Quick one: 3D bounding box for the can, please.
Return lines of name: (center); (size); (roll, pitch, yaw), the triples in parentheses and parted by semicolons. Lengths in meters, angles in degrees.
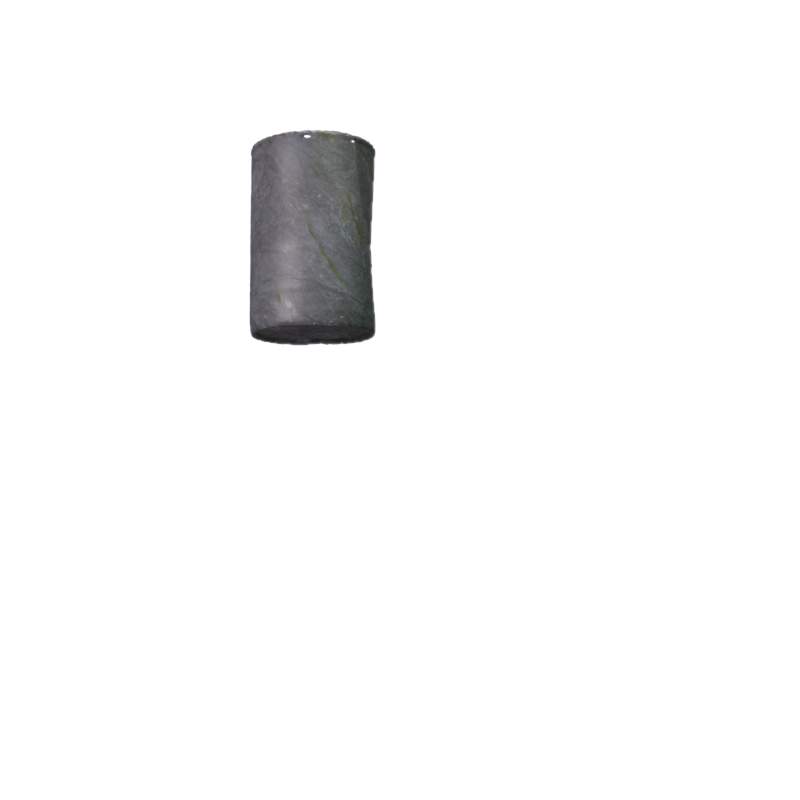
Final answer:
can: (-0.046, -0.084, 0.591); (0.068, 0.106, 0.067); (0, -12, -2)
